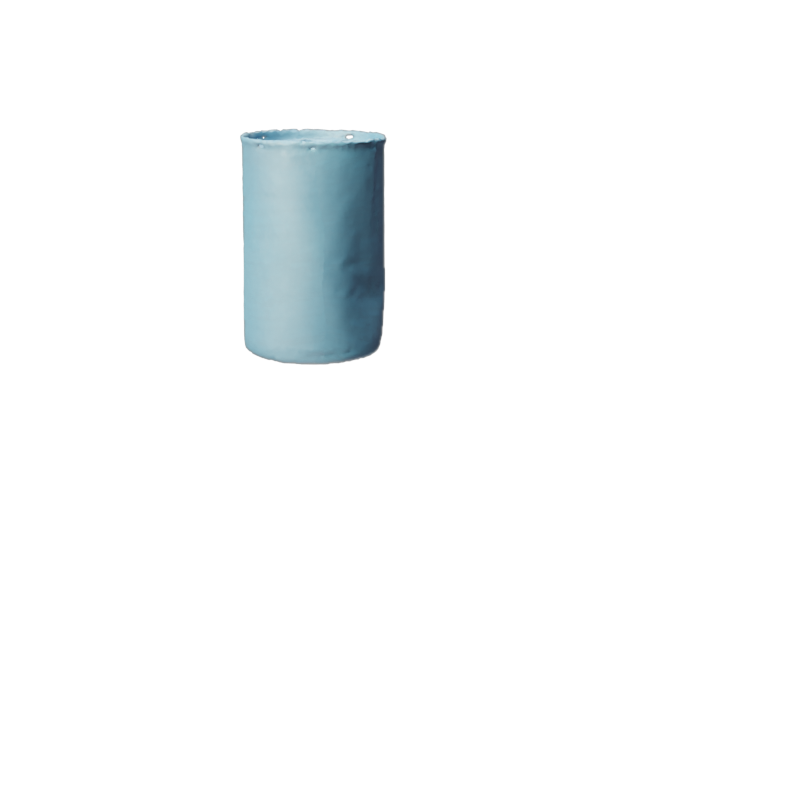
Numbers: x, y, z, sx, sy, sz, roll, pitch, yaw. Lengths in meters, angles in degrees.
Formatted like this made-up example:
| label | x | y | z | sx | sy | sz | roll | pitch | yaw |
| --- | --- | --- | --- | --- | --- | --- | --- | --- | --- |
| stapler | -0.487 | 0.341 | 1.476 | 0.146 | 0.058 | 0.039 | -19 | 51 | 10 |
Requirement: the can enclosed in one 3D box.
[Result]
| label | x | y | z | sx | sy | sz | roll | pitch | yaw |
| --- | --- | --- | --- | --- | --- | --- | --- | --- | --- |
| can | -0.041 | -0.075 | 0.525 | 0.068 | 0.099 | 0.071 | 0 | 13 | -2 |
